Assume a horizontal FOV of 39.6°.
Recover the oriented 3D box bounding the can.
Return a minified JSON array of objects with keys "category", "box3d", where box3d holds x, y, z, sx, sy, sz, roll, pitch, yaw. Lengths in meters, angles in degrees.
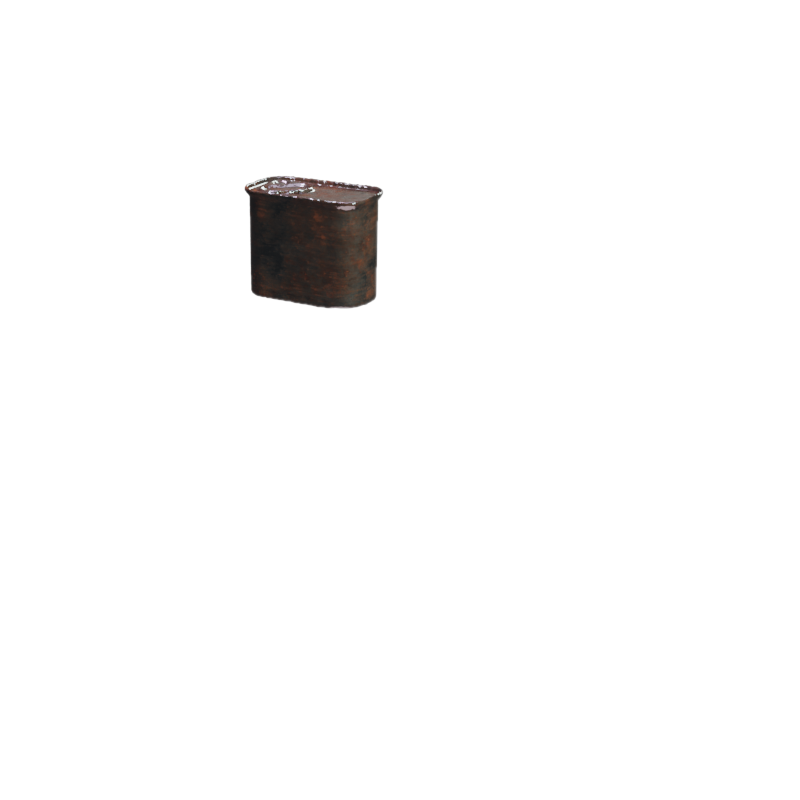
[{"category":"can","box3d":[-0.066,-0.119,0.836,0.106,0.080,0.058,11,22,26]}]
